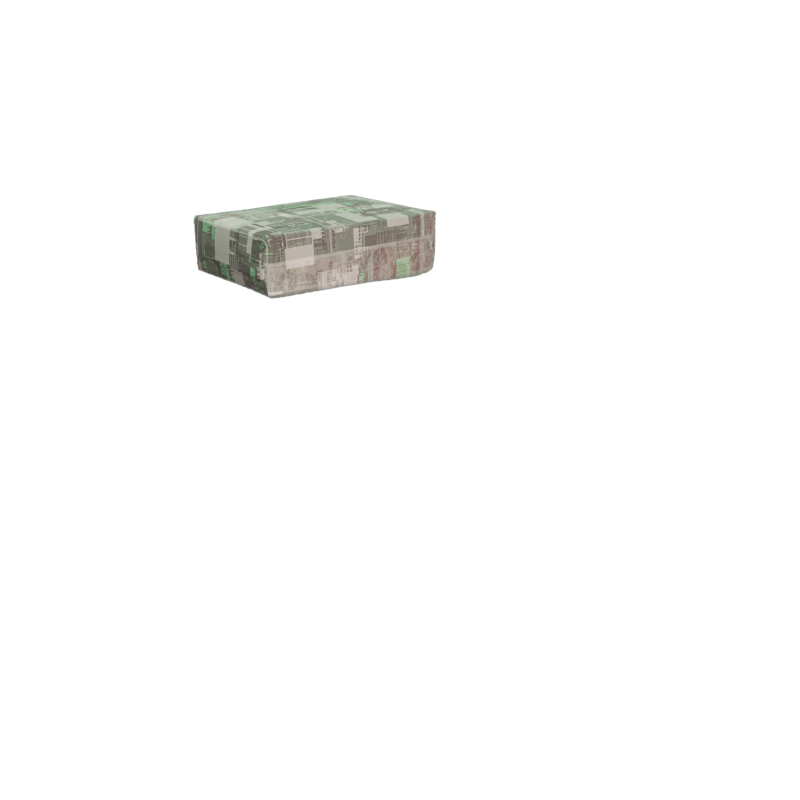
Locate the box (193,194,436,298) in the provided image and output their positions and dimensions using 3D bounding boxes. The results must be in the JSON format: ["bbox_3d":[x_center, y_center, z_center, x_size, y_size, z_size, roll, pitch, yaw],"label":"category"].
[{"bbox_3d":[-0.050,-0.091,0.638,0.111,0.038,0.095,-11,21,-32],"label":"box"}]
